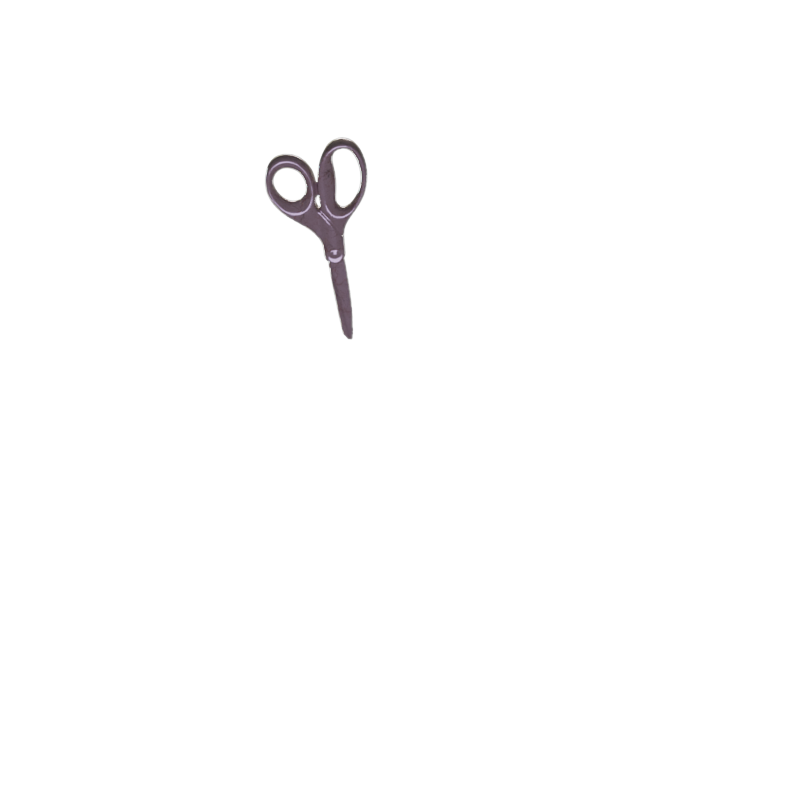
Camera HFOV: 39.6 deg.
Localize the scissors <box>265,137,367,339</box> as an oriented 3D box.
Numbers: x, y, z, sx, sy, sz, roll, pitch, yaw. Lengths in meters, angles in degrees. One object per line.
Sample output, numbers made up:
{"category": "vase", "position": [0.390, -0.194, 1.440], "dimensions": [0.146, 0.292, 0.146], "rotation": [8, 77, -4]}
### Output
{"category": "scissors", "position": [-0.076, -0.139, 0.976], "dimensions": [0.095, 0.190, 0.017], "rotation": [7, 32, -5]}
